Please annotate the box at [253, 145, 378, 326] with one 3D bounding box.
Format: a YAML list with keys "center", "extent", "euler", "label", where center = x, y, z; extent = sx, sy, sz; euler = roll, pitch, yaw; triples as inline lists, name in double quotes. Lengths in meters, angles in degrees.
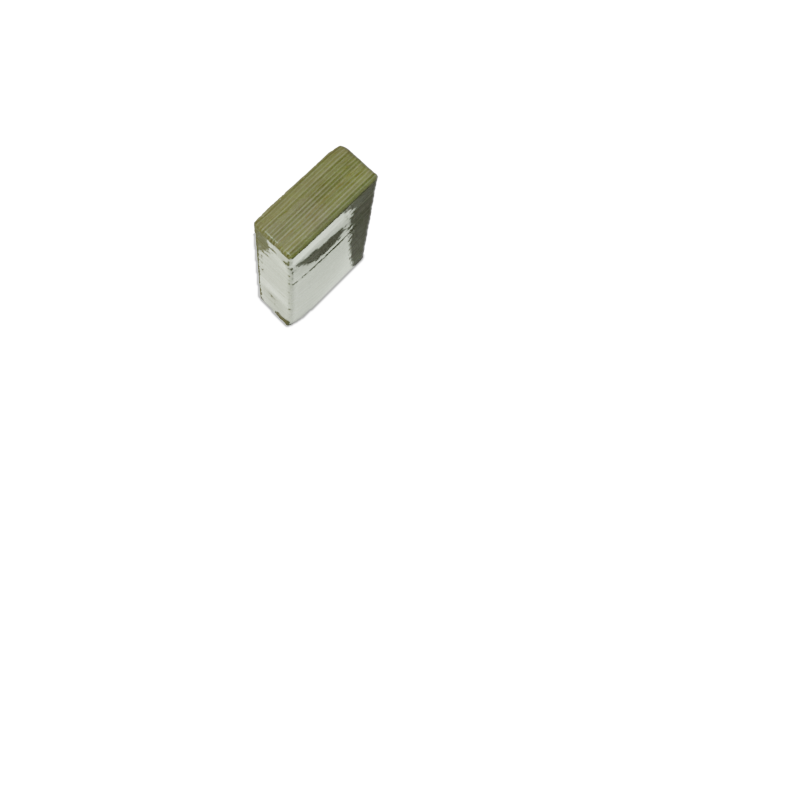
- center: [-0.068, -0.125, 0.872]
  extent: [0.049, 0.094, 0.169]
  euler: [42, -15, 8]
  label: "box"
